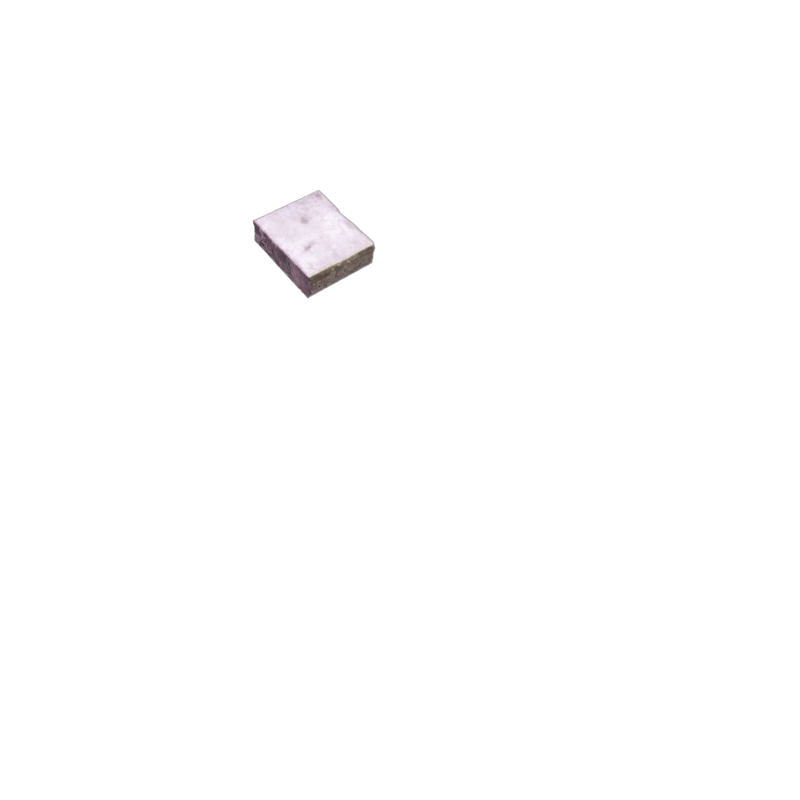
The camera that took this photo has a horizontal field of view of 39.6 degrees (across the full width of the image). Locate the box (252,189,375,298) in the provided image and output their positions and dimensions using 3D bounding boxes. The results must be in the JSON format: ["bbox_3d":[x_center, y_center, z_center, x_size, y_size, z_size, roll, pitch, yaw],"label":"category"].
[{"bbox_3d":[-0.077,-0.141,0.991,0.073,0.028,0.096,-29,55,-23],"label":"box"}]
